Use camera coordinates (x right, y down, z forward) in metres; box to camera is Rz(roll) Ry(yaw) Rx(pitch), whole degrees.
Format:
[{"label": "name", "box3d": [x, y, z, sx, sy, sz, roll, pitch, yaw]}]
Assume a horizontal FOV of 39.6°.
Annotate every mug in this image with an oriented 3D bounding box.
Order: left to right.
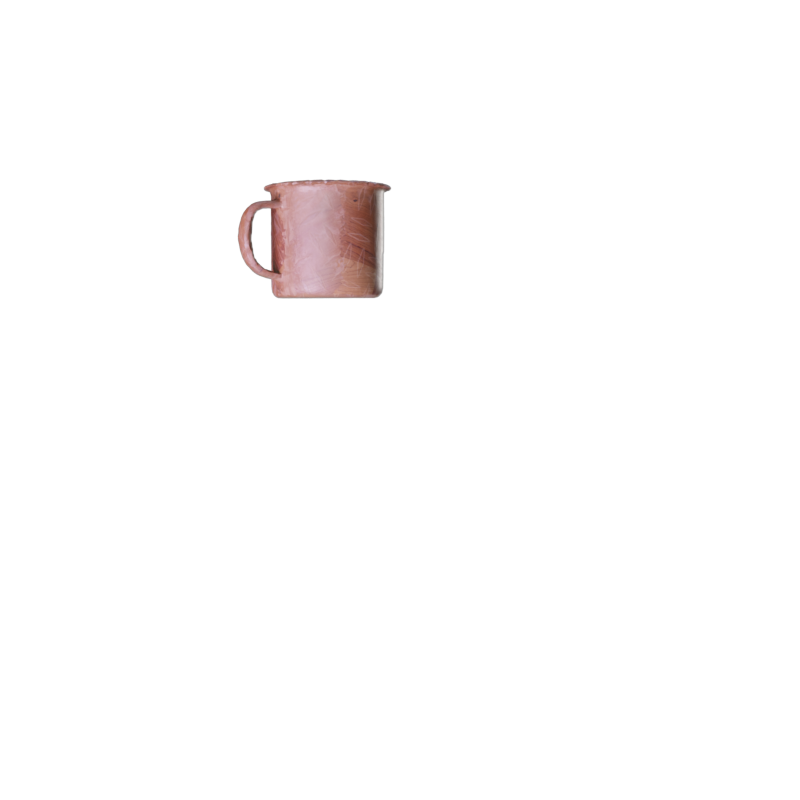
[{"label": "mug", "box3d": [-0.063, -0.114, 0.800, 0.113, 0.082, 0.096, -1, 2, -34]}]
